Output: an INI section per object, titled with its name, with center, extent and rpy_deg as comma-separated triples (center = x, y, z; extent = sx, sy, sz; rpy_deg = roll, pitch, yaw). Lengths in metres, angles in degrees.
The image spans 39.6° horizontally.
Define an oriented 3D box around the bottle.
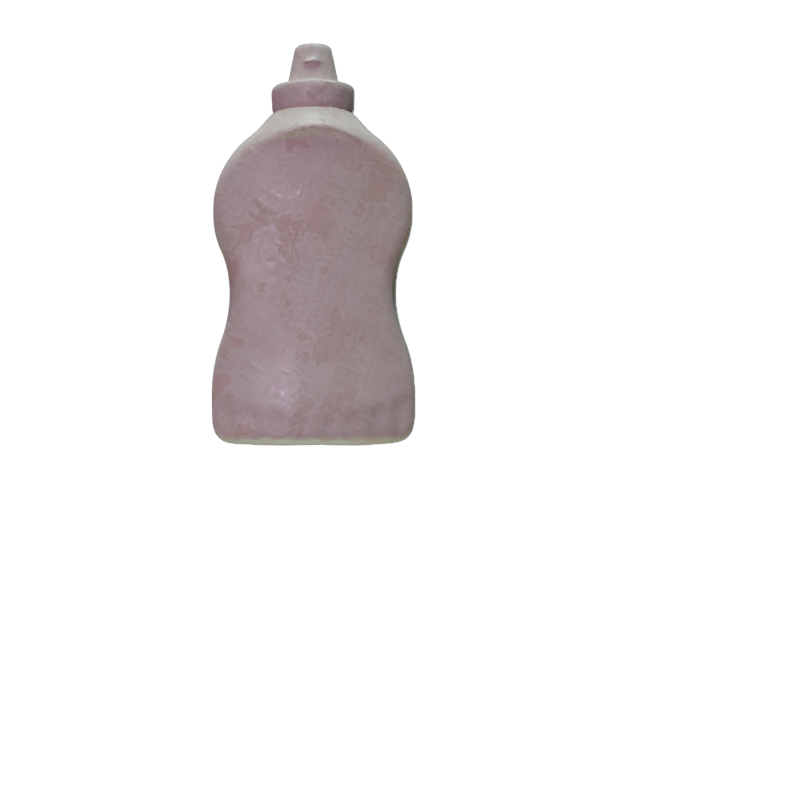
[bottle]
center = -0.042, -0.077, 0.536
extent = 0.096, 0.194, 0.058
rpy_deg = 0, -5, -1
